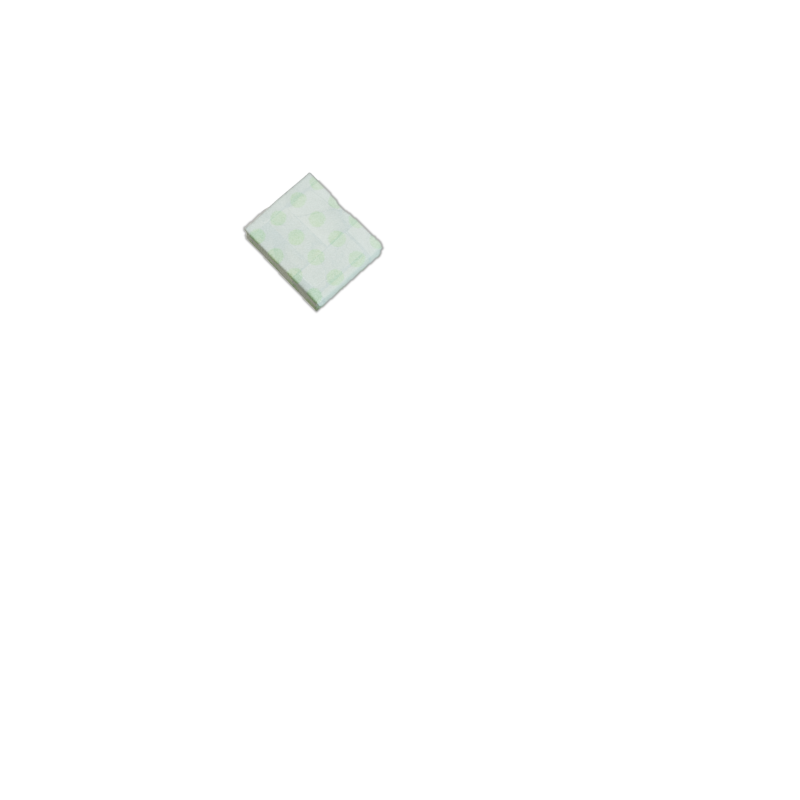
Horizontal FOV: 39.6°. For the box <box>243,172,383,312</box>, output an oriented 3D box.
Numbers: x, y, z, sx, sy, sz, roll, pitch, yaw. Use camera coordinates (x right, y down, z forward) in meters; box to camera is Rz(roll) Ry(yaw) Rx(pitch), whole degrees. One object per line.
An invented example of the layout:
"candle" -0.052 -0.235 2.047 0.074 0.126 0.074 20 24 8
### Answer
"box" -0.070 -0.128 0.900 0.074 0.092 0.029 -42 -12 -11
